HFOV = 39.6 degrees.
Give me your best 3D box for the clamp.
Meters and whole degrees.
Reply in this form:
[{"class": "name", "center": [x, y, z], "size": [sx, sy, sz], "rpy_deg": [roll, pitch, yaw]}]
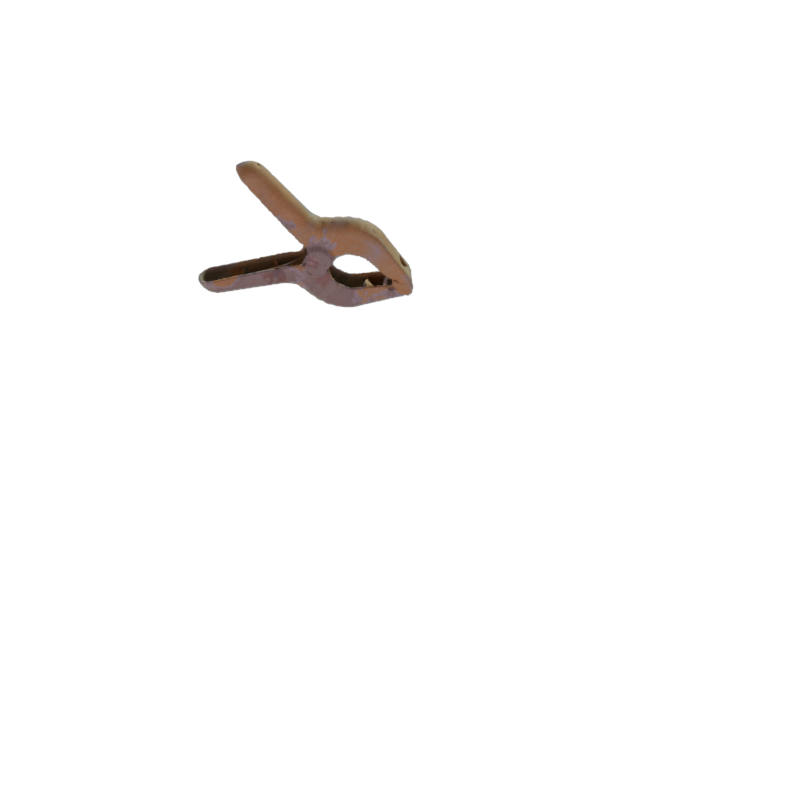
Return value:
[{"class": "clamp", "center": [-0.069, -0.125, 0.879], "size": [0.169, 0.113, 0.042], "rpy_deg": [8, 41, -7]}]
